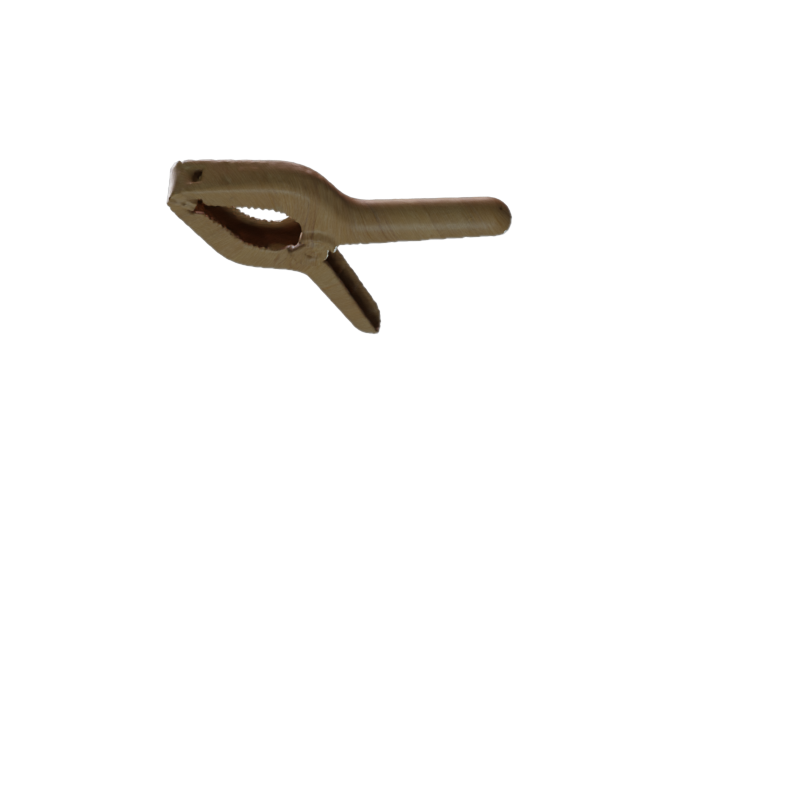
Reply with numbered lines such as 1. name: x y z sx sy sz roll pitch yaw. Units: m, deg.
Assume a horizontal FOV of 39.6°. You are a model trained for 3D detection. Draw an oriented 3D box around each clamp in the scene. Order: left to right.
1. clamp: -0.057 -0.104 0.726 0.203 0.039 0.160 13 -33 -21
